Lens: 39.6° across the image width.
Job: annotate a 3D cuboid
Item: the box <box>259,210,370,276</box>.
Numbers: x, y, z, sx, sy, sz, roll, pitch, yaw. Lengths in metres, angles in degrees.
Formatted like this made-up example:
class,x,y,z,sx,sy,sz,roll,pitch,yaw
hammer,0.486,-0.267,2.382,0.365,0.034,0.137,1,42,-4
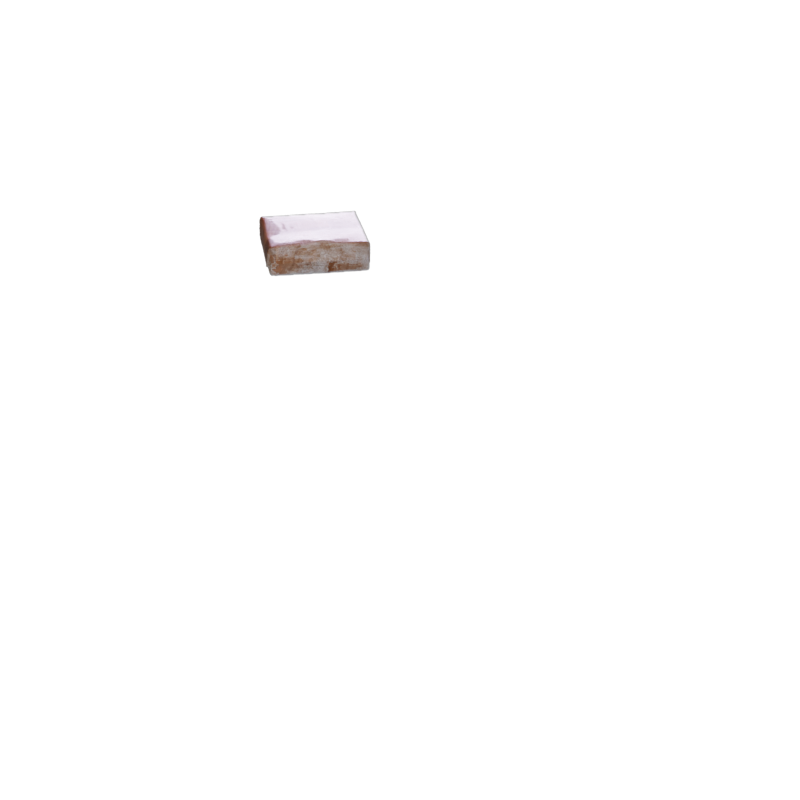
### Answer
class,x,y,z,sx,sy,sz,roll,pitch,yaw
box,-0.076,-0.138,0.968,0.088,0.028,0.078,-4,29,-8
